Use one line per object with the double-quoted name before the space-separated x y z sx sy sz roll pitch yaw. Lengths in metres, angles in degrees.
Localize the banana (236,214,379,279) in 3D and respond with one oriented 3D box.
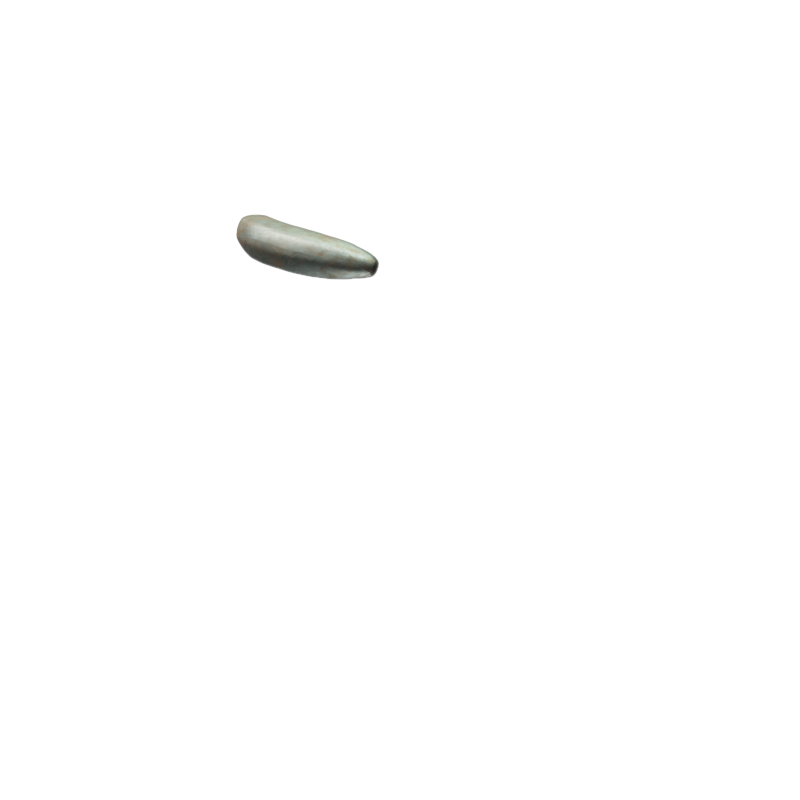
"banana" -0.091 -0.131 0.922 0.068 0.035 0.209 -8 20 -26
